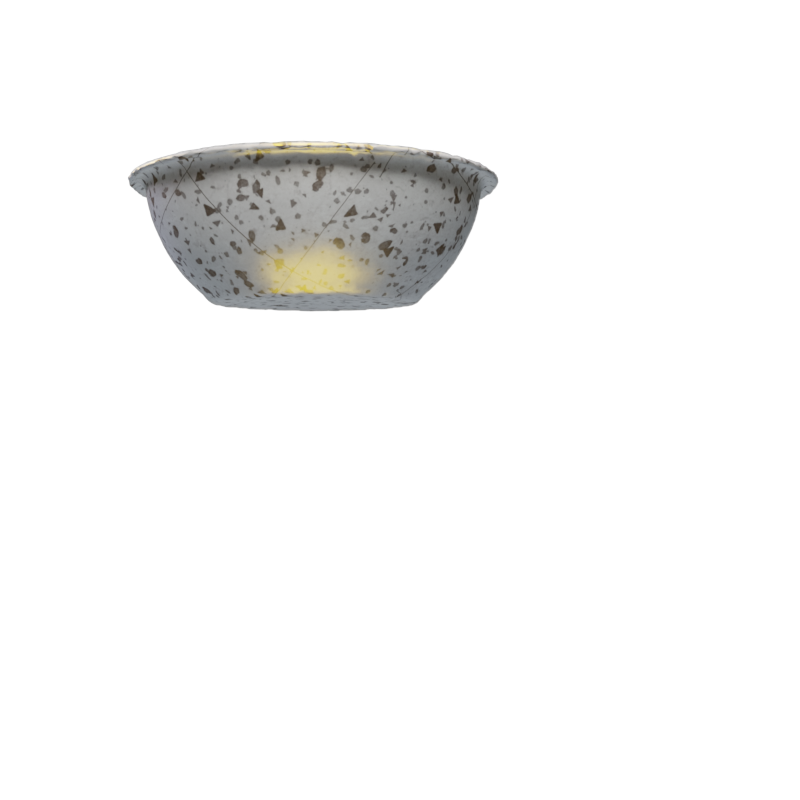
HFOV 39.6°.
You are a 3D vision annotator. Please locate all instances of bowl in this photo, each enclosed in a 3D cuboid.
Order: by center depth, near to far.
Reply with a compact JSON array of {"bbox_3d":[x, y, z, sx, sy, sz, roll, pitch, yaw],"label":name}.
[{"bbox_3d":[-0.038,-0.070,0.487,0.162,0.056,0.161,0,0,-2],"label":"bowl"}]
